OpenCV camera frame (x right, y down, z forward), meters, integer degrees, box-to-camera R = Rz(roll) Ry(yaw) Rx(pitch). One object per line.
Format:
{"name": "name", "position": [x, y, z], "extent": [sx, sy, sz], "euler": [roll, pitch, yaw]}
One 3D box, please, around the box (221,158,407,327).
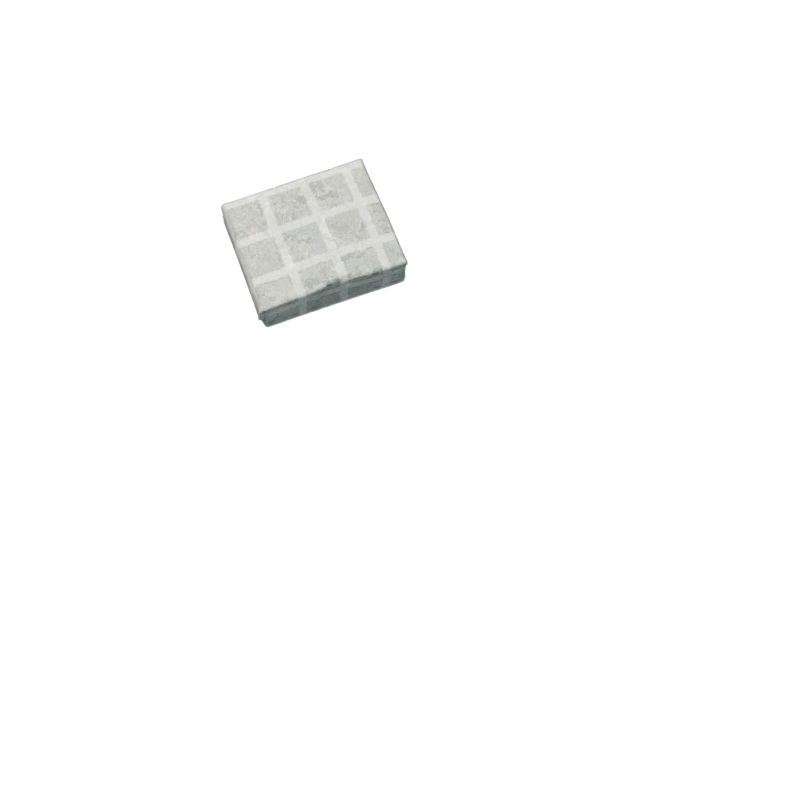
{"name": "box", "position": [-0.050, -0.091, 0.639], "extent": [0.089, 0.078, 0.029], "euler": [-19, -23, -9]}
